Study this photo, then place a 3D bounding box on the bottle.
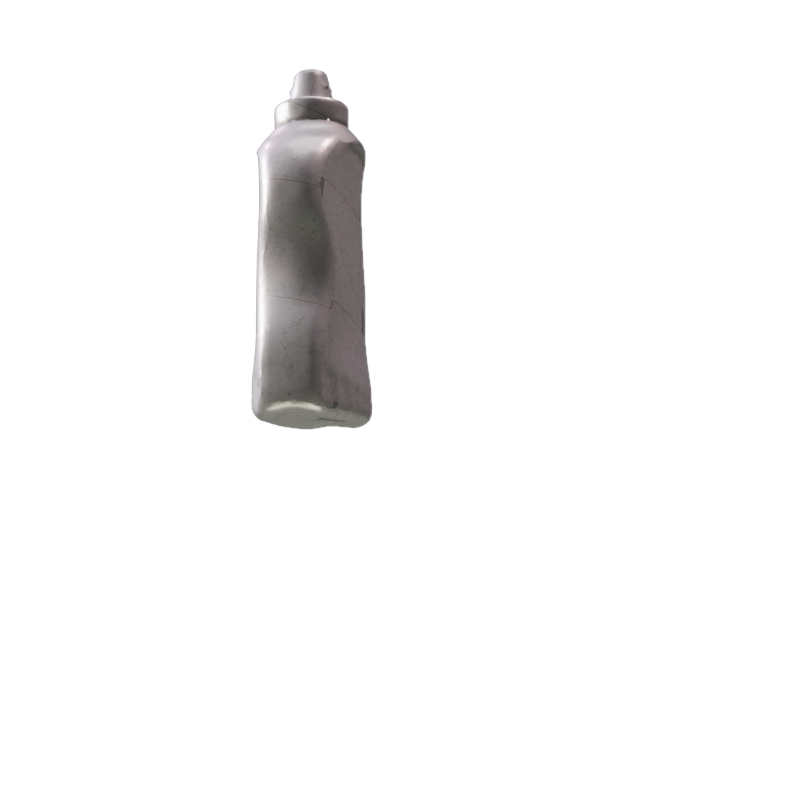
[{"bbox_3d":[-0.047,-0.084,0.590,0.059,0.198,0.091,-4,-13,13],"label":"bottle"}]
